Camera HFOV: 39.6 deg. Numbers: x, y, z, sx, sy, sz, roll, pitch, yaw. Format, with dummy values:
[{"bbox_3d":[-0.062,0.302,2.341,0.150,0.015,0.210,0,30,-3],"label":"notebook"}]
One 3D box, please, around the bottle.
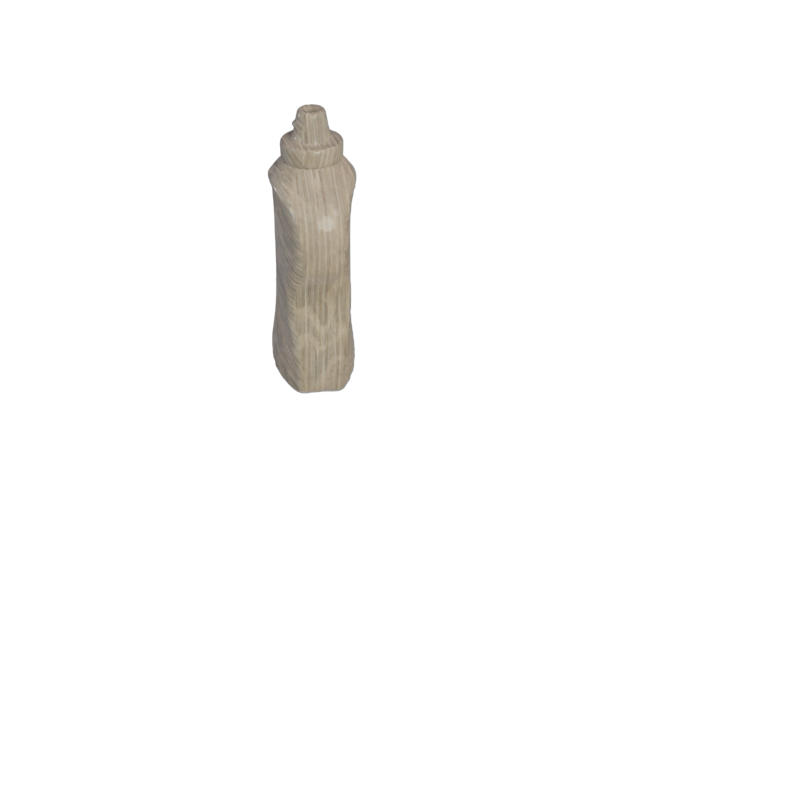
[{"bbox_3d":[-0.059,-0.107,0.747,0.058,0.180,0.103,-2,32,-8],"label":"bottle"}]
